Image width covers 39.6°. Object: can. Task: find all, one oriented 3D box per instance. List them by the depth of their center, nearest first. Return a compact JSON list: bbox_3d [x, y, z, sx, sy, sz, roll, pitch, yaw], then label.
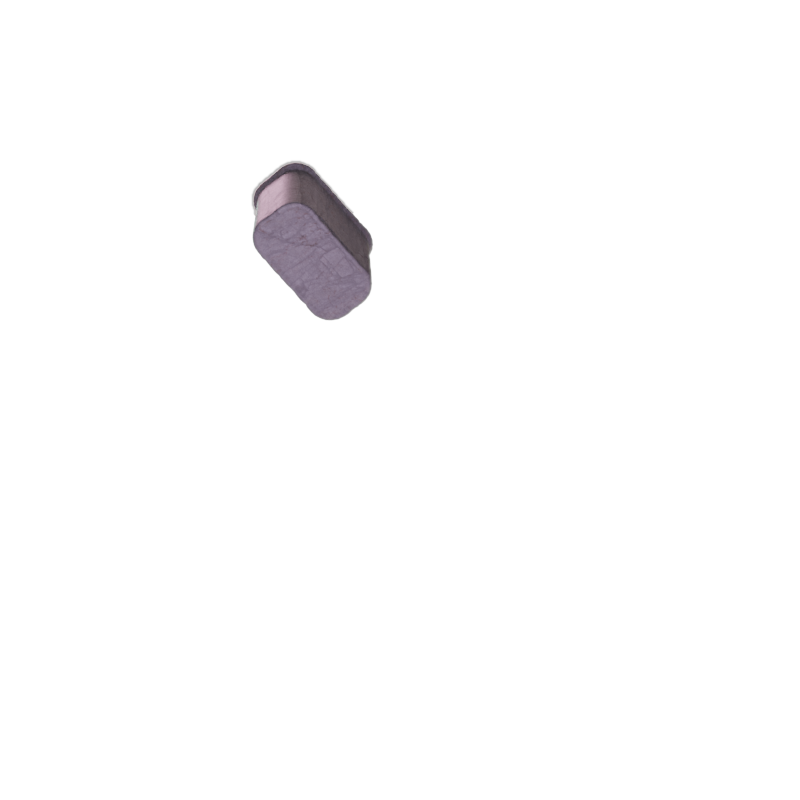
[{"bbox_3d":[-0.065,-0.119,0.834,0.057,0.097,0.088,-37,21,15],"label":"can"}]
